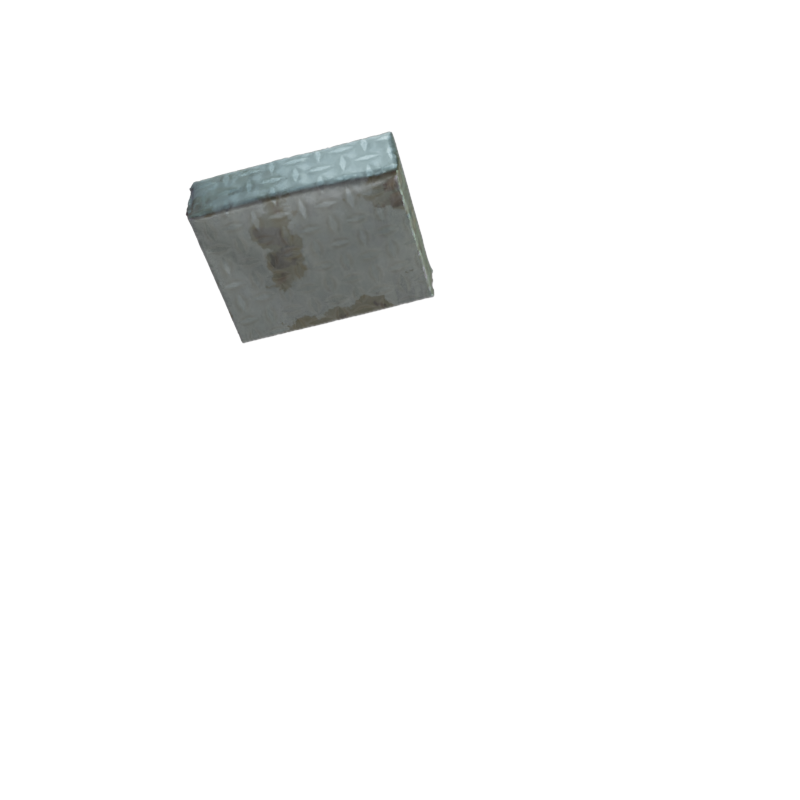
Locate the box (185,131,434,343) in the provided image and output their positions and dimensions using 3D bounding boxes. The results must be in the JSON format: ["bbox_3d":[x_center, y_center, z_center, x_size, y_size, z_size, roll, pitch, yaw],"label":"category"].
[{"bbox_3d":[-0.046,-0.084,0.590,0.114,0.083,0.042,-11,40,9],"label":"box"}]
